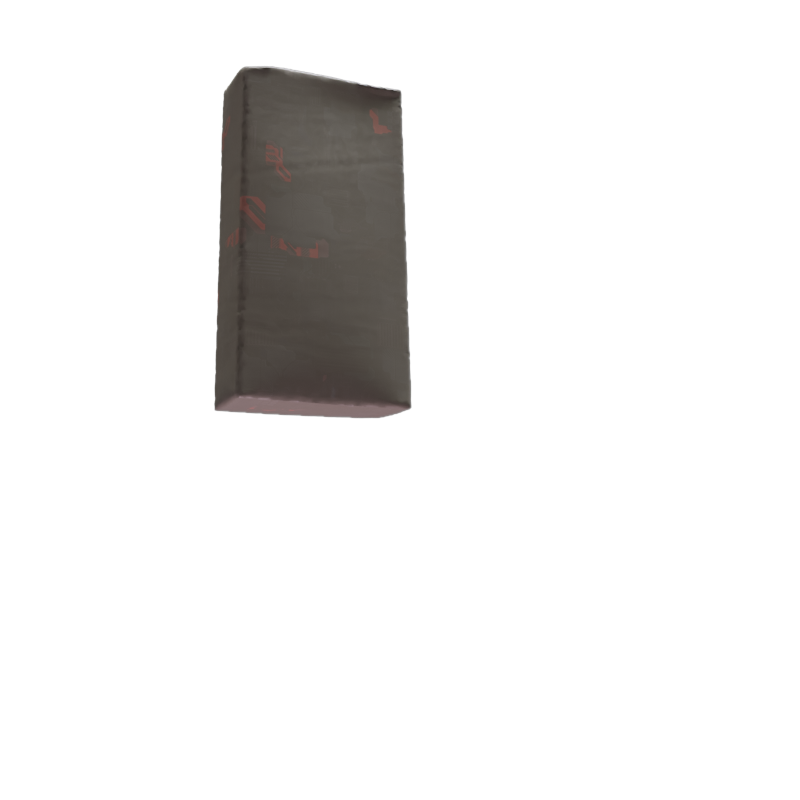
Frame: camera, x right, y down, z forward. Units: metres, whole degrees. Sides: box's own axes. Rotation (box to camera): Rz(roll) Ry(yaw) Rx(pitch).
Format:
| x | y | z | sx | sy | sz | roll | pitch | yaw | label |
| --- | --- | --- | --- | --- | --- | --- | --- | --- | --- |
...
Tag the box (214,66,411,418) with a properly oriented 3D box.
| x | y | z | sx | sy | sz | roll | pitch | yaw | label |
| --- | --- | --- | --- | --- | --- | --- | --- | --- | --- |
| -0.045 | -0.082 | 0.571 | 0.090 | 0.183 | 0.048 | 5 | -17 | -22 | box |
